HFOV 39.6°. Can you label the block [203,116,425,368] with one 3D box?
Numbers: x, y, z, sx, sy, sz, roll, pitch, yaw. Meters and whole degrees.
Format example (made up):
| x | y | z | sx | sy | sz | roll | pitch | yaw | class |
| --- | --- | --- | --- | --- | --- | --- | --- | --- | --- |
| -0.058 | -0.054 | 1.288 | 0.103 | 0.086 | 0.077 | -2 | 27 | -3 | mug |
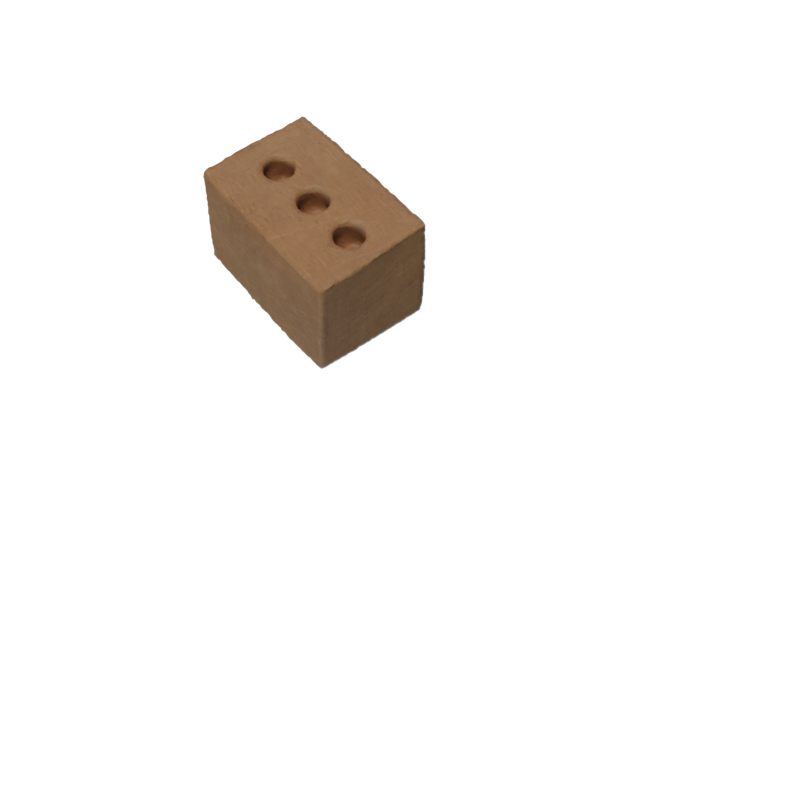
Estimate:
| x | y | z | sx | sy | sz | roll | pitch | yaw | class |
| --- | --- | --- | --- | --- | --- | --- | --- | --- | --- |
| -0.035 | -0.063 | 0.441 | 0.053 | 0.083 | 0.048 | -33 | -30 | -23 | block |
